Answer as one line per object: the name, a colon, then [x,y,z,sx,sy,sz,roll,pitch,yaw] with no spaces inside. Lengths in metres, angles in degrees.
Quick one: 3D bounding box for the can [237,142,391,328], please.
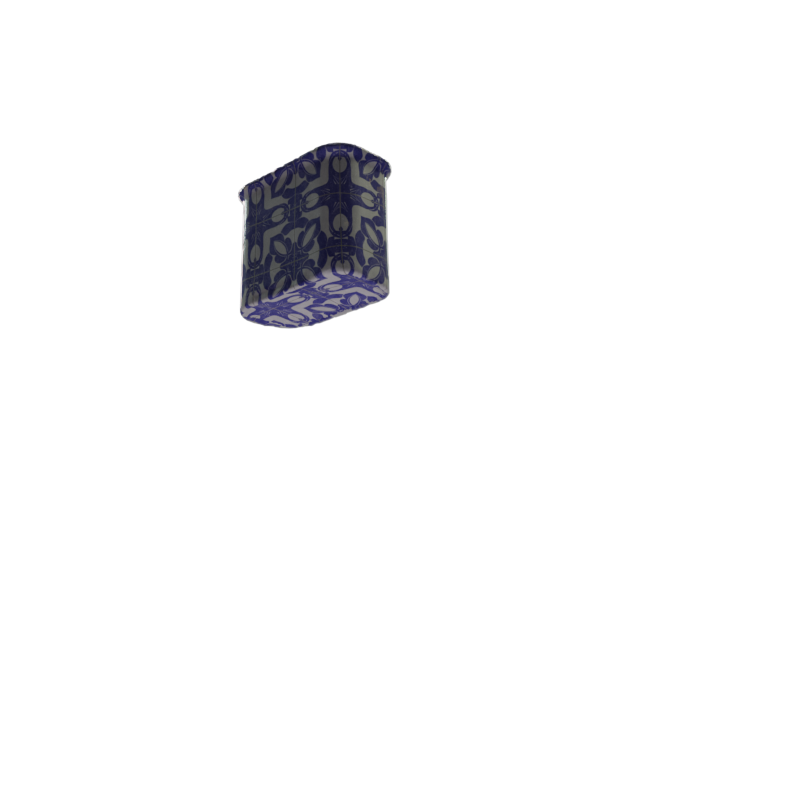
can: [-0.053,-0.096,0.676,0.103,0.088,0.054,-19,-28,40]
